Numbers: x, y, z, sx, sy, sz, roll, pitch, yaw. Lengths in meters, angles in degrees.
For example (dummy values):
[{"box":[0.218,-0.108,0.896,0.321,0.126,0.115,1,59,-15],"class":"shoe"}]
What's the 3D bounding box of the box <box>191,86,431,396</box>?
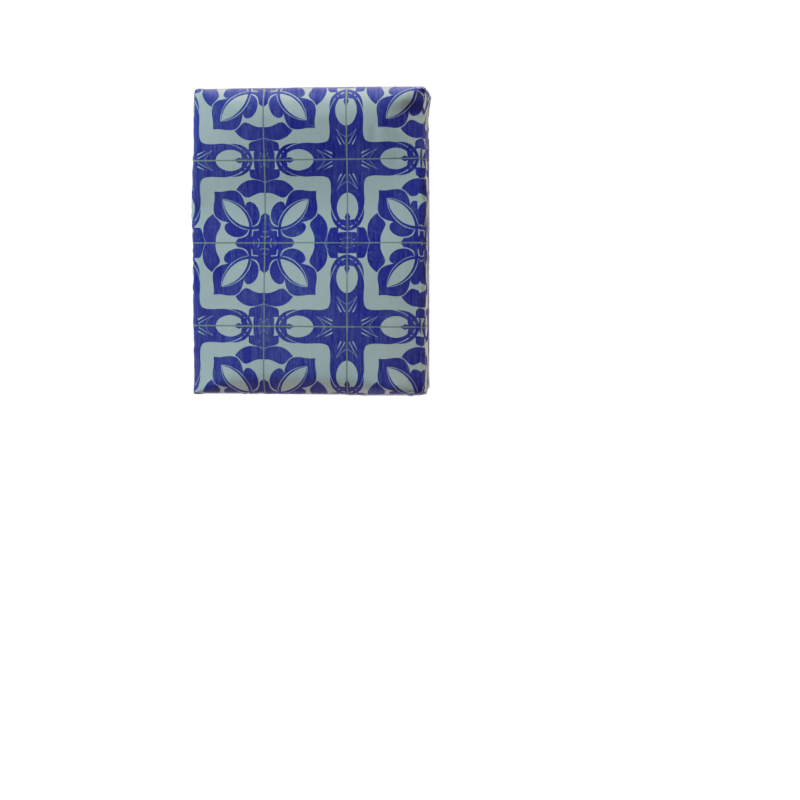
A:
[{"box":[-0.061,-0.112,0.782,0.165,0.213,0.071,1,2,6],"class":"box"}]
